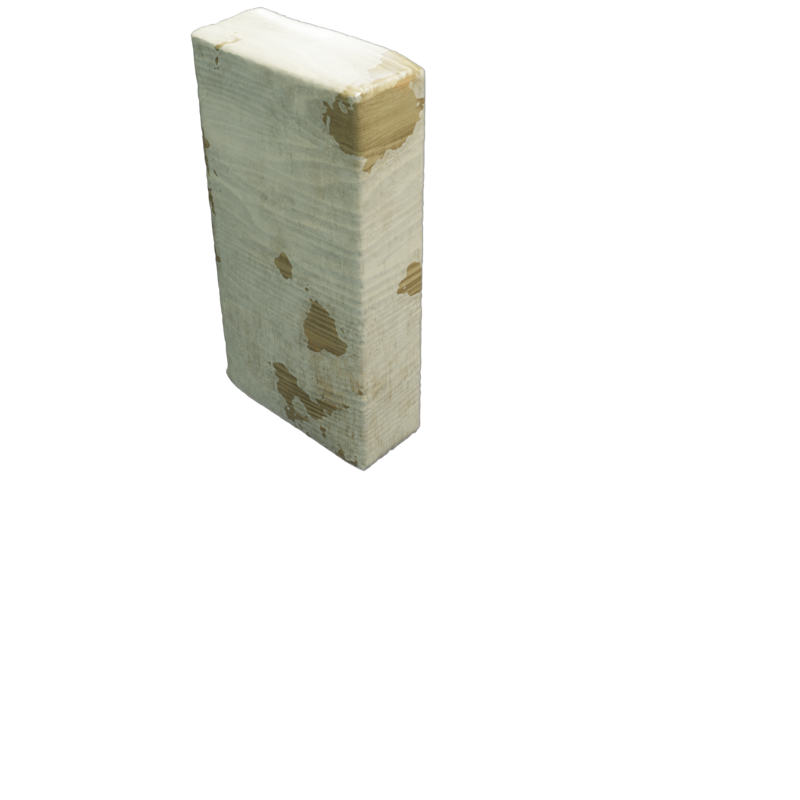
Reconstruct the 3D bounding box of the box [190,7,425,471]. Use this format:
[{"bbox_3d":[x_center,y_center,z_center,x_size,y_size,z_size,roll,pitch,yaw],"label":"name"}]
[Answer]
[{"bbox_3d":[-0.036,-0.066,0.462,0.100,0.165,0.048,30,42,34],"label":"box"}]
